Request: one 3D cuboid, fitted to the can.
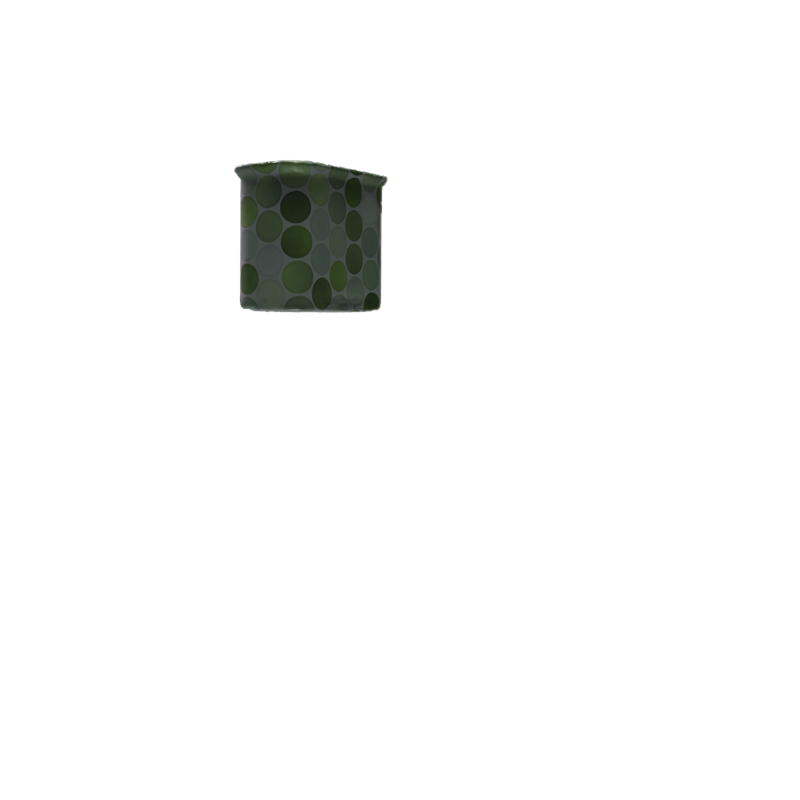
[{"bbox_3d":[-0.052,-0.094,0.659,0.059,0.084,0.098,-1,0,33],"label":"can"}]
